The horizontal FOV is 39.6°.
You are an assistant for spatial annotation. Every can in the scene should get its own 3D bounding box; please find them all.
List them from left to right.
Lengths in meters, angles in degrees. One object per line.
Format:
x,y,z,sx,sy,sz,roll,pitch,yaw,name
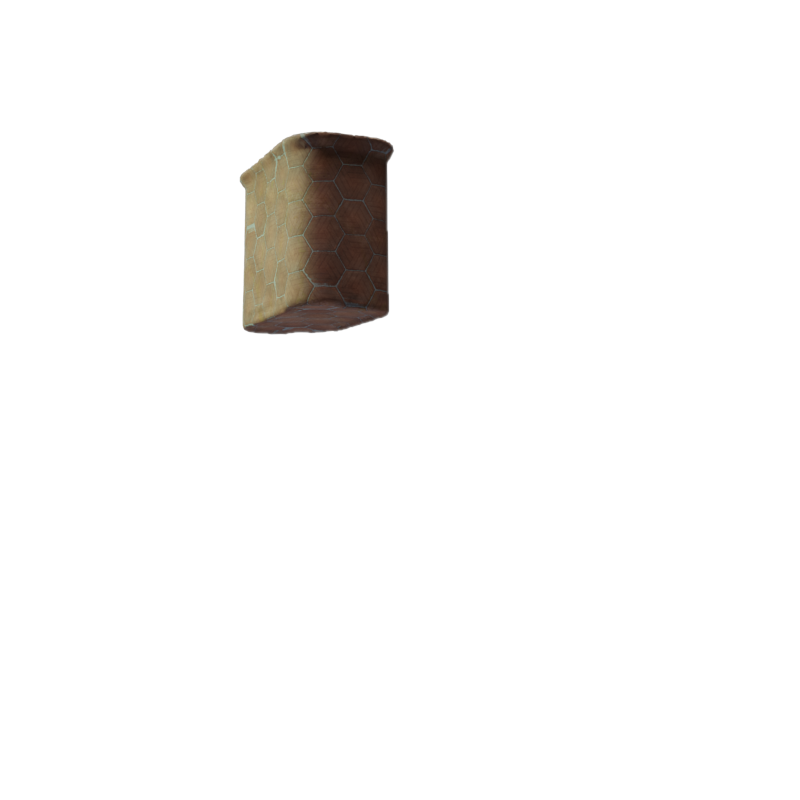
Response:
-0.044,-0.080,0.563,0.056,0.086,0.103,4,-9,-25,can
